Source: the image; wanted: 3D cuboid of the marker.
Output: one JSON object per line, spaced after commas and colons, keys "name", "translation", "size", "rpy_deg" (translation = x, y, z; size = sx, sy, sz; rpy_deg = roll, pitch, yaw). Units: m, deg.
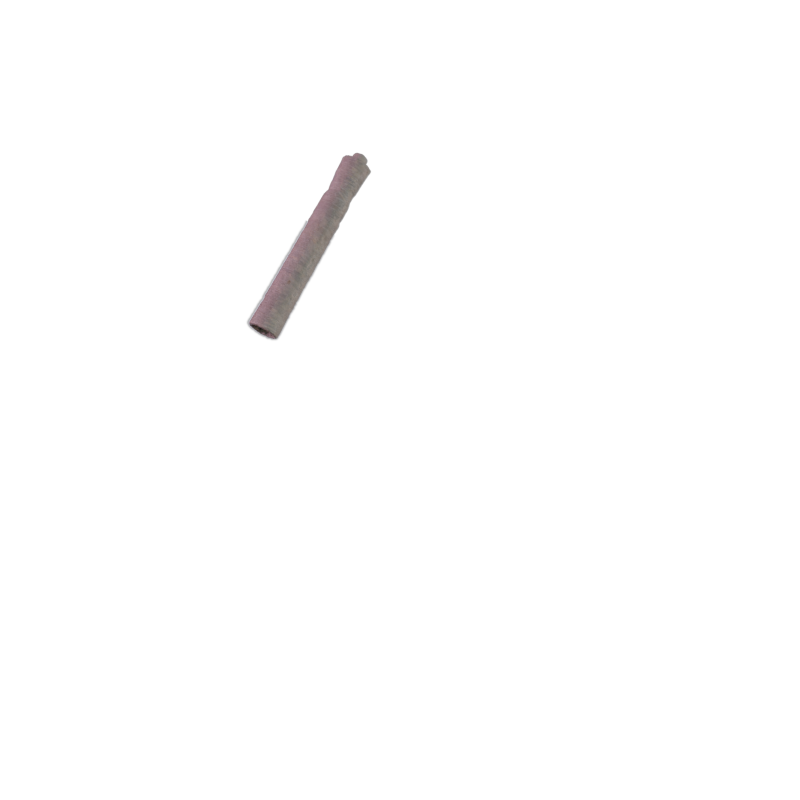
{"name": "marker", "translation": [-0.050, -0.091, 0.636], "size": [0.020, 0.124, 0.019], "rpy_deg": [26, -17, 5]}
